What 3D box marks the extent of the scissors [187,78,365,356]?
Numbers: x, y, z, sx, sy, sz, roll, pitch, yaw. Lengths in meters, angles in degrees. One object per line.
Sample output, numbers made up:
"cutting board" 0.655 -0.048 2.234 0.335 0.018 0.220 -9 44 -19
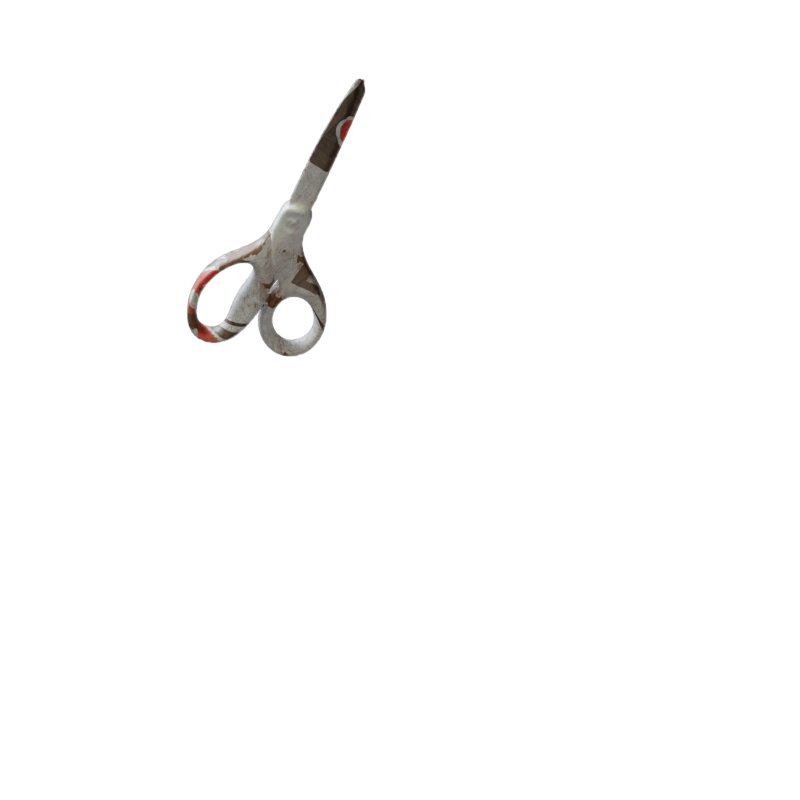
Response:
"scissors" -0.053 -0.096 0.672 0.092 0.198 0.017 35 29 -23
